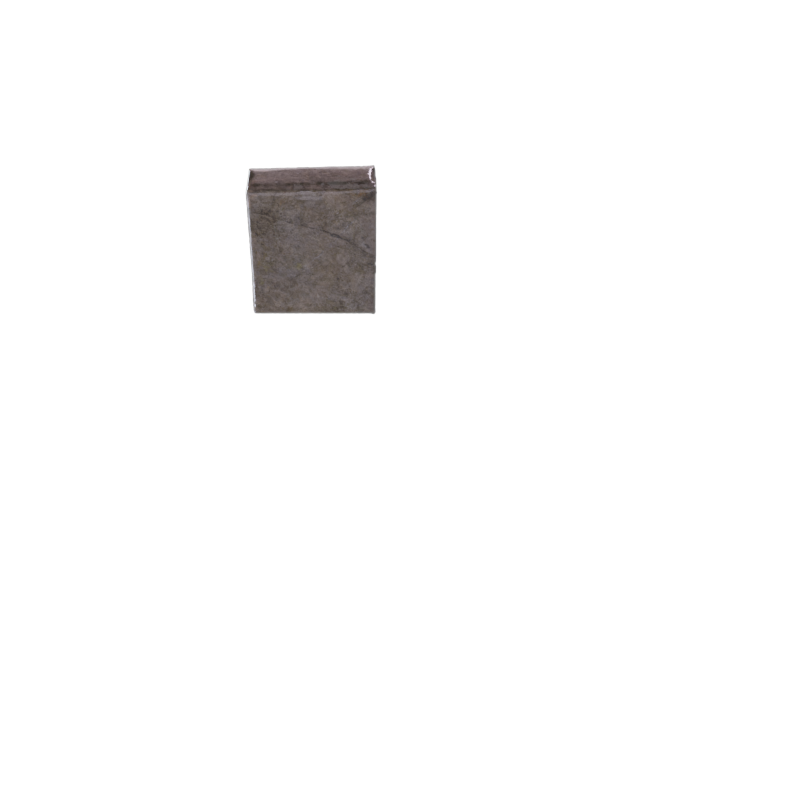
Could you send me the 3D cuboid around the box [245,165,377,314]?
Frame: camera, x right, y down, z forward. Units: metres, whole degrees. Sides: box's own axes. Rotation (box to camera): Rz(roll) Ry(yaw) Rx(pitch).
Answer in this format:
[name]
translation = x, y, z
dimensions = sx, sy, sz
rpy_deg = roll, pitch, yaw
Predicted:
[box]
translation = -0.051, -0.092, 0.646
dimensions = 0.073, 0.083, 0.032
rpy_deg = 0, 36, 0
